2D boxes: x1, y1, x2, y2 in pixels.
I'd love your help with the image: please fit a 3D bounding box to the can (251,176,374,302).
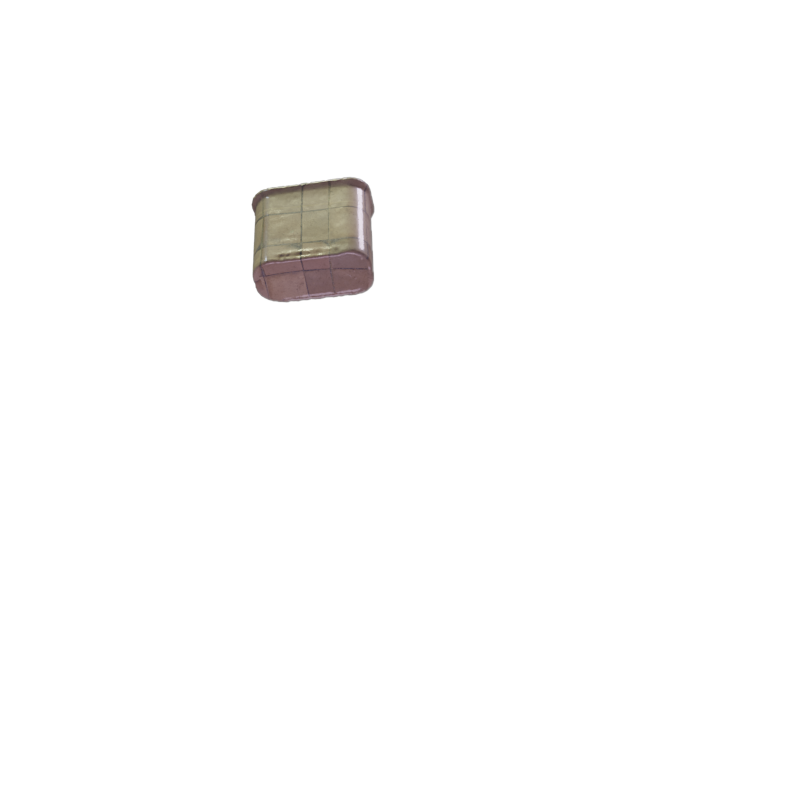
[{"bbox_3d":[-0.072,-0.130,0.912,0.103,0.090,0.053,-7,-39,6],"label":"can"}]
